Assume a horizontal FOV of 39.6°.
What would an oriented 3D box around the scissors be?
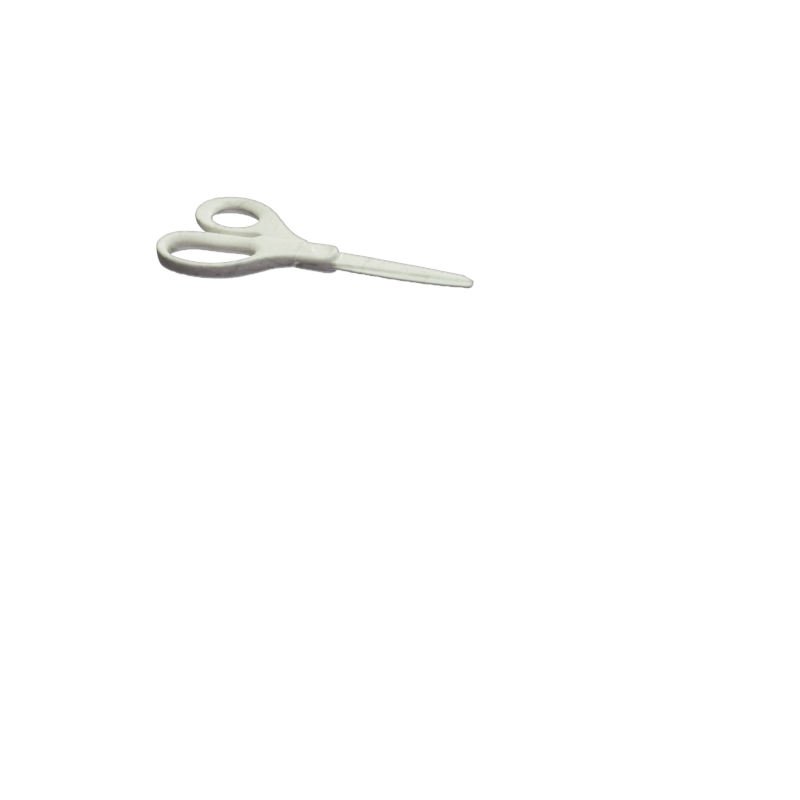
[{"bbox_3d":[-0.057,-0.104,0.727,0.202,0.015,0.103,1,38,1],"label":"scissors"}]
